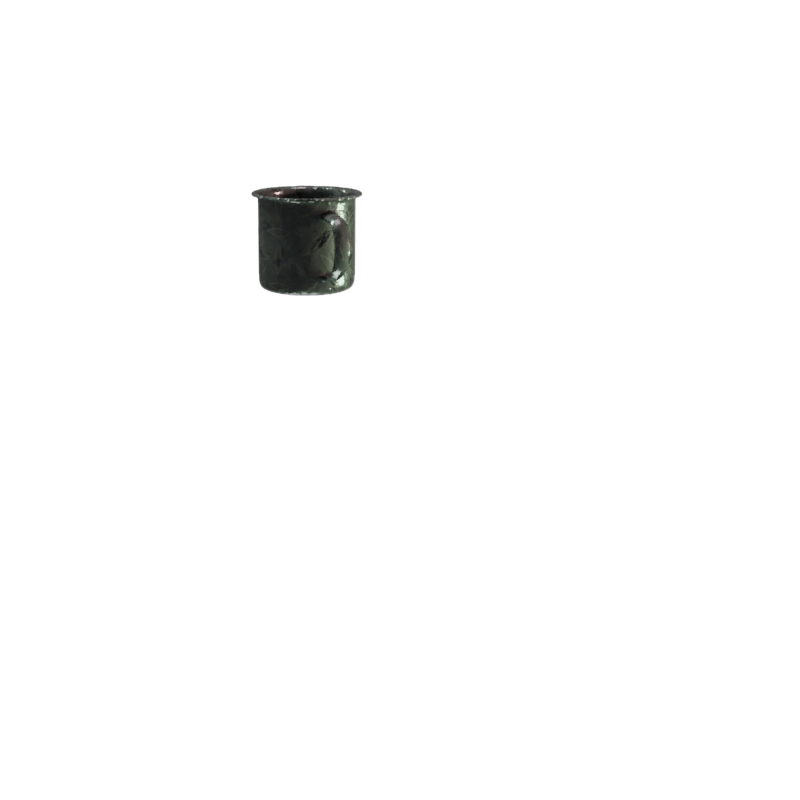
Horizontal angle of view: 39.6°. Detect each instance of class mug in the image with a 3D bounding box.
[{"bbox_3d":[-0.072,-0.132,0.923,0.091,0.079,0.124,-8,17,-29],"label":"mug"}]
